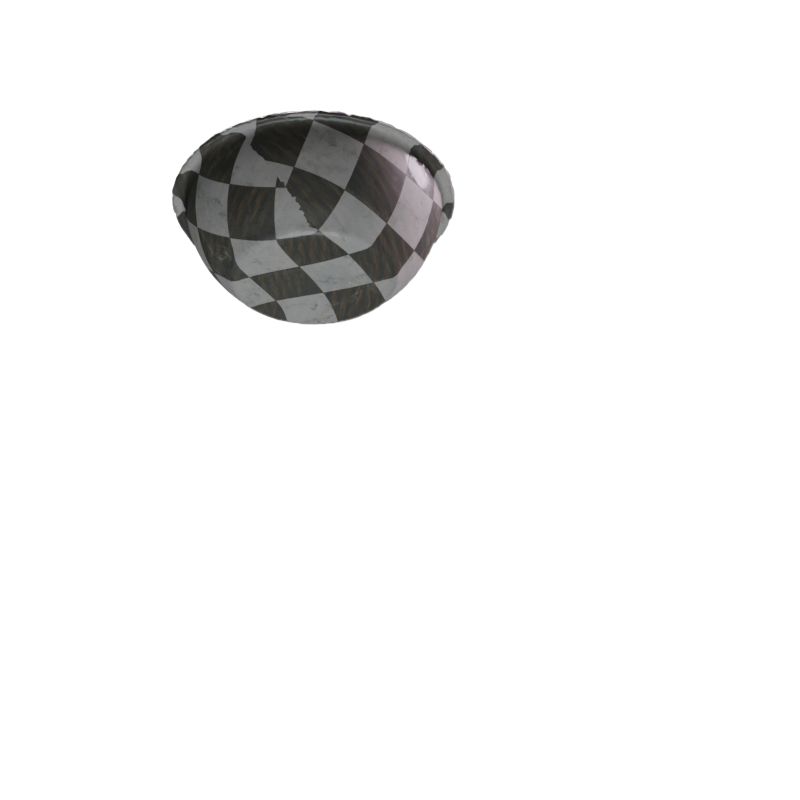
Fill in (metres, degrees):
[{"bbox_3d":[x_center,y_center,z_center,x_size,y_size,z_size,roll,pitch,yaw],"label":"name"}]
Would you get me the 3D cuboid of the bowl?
[{"bbox_3d":[-0.049,-0.089,0.623,0.162,0.059,0.152,1,-30,-2],"label":"bowl"}]
